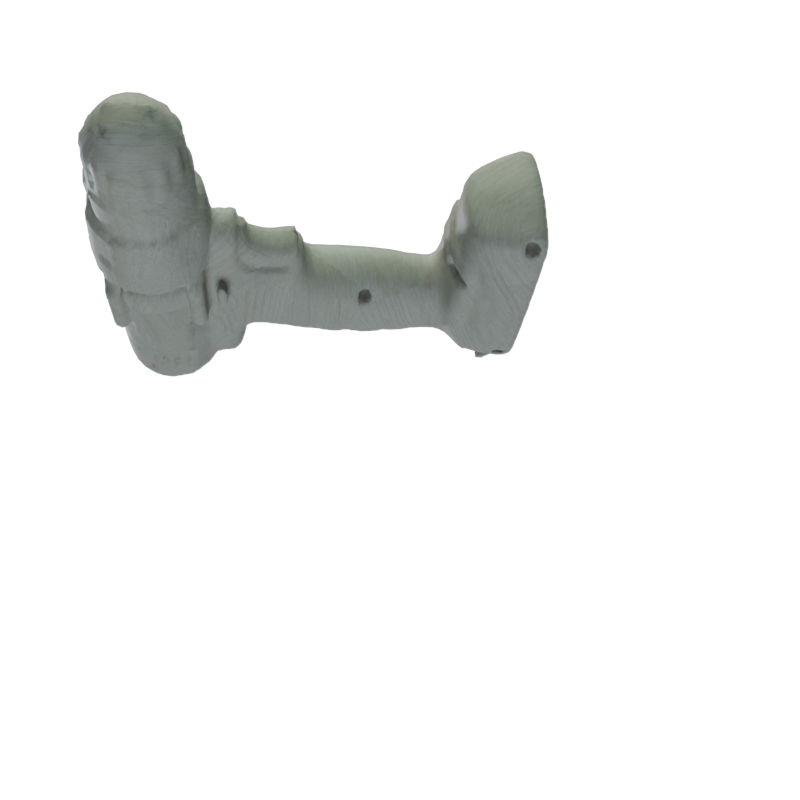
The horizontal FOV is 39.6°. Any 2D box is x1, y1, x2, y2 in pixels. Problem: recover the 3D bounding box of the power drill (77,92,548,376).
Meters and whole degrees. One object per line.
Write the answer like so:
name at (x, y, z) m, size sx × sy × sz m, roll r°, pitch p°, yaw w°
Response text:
power drill at (-0.037, -0.068, 0.475) m, size 0.187 × 0.061 × 0.174 m, roll 1°, pitch -24°, yaw -2°
